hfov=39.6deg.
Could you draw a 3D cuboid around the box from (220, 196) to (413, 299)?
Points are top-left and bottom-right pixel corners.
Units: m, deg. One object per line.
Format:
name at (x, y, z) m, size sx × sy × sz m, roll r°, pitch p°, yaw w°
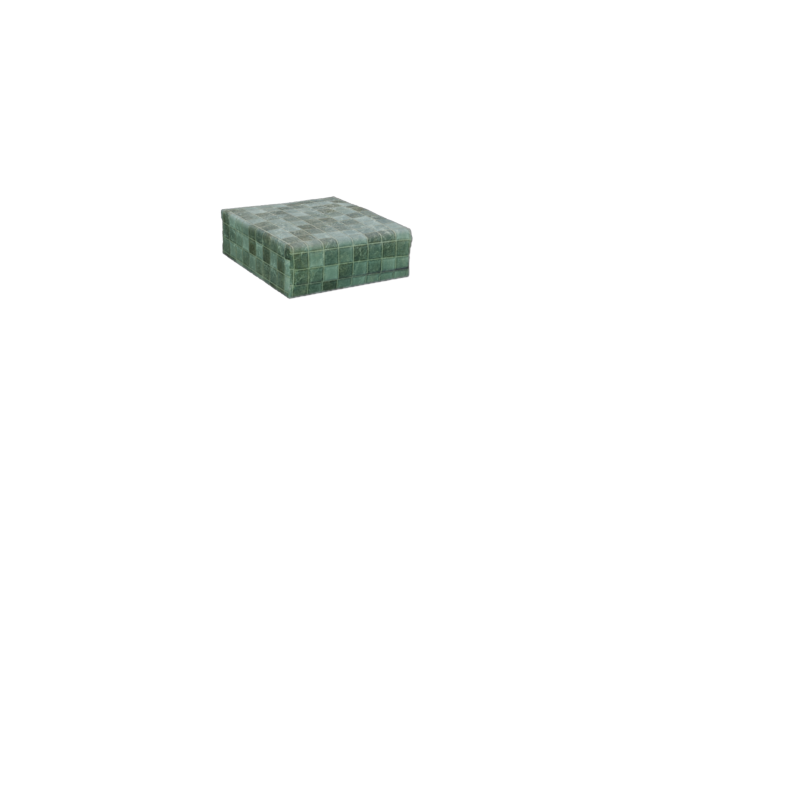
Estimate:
box at (-0.047, -0.086, 0.601) m, size 0.071 × 0.029 × 0.095 m, roll -12°, pitch 25°, yaw -27°
